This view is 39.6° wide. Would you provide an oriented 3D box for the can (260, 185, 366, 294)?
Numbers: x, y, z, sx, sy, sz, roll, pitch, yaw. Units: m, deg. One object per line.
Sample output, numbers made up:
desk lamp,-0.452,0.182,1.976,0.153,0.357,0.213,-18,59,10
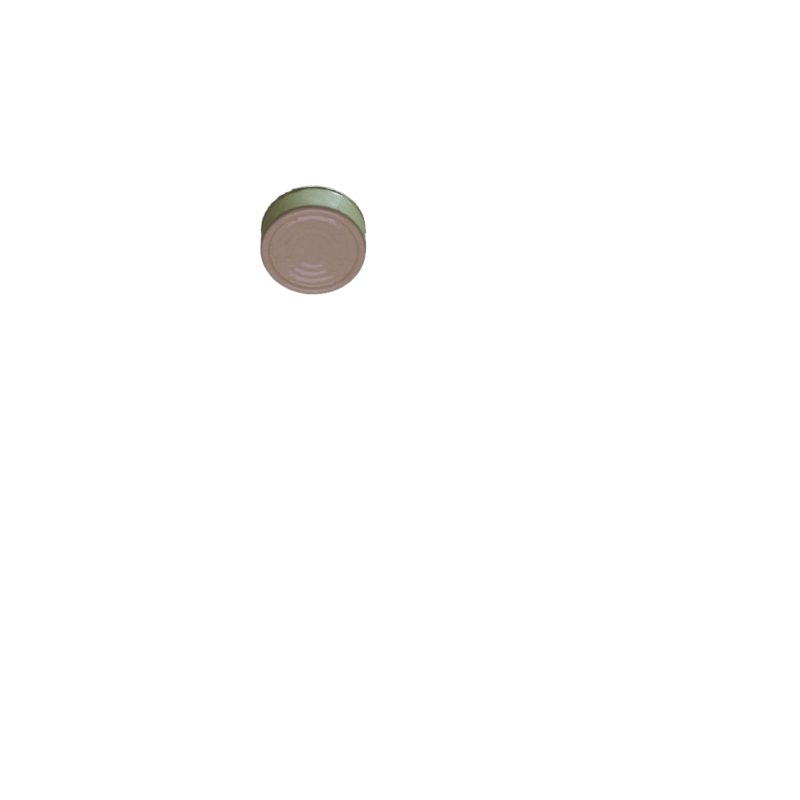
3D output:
can,-0.070,-0.127,0.888,0.086,0.080,0.036,1,37,-1
